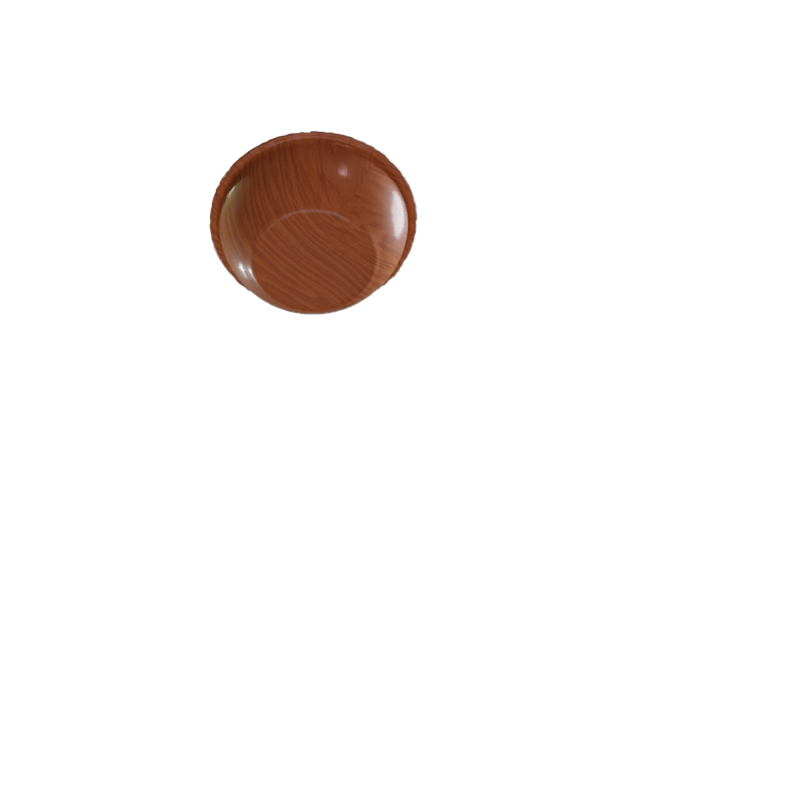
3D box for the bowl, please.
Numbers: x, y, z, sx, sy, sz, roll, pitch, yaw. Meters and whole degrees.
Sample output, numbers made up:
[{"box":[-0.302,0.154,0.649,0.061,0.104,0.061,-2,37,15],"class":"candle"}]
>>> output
[{"box":[-0.066,-0.120,0.840,0.162,0.152,0.059,1,35,-1],"class":"bowl"}]
